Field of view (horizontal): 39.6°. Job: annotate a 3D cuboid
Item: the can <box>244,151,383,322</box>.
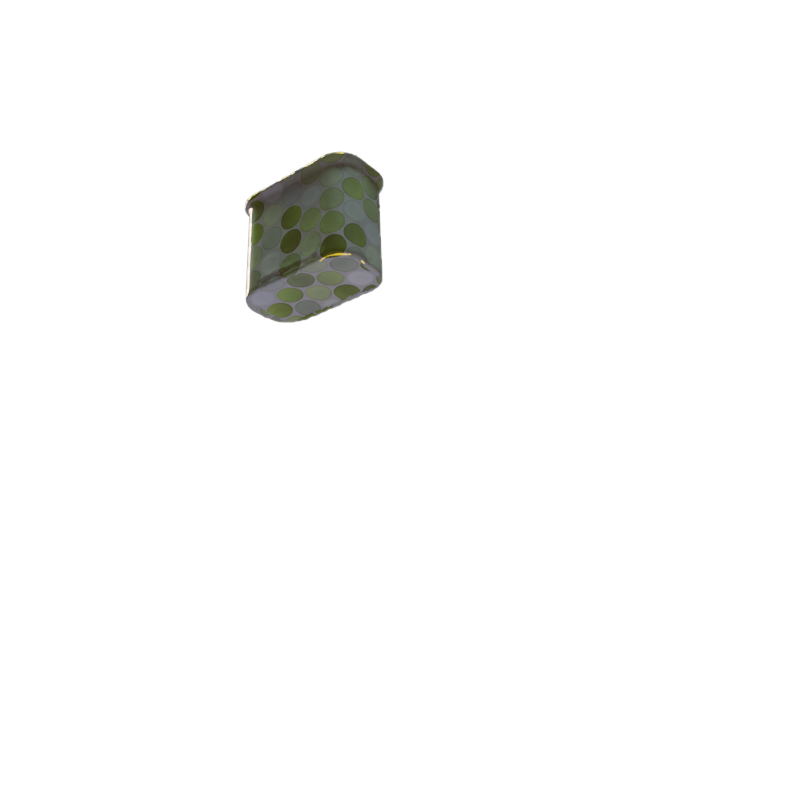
[{"bbox_3d":[-0.060,-0.109,0.765,0.102,0.089,0.053,-23,-38,31],"label":"can"}]
